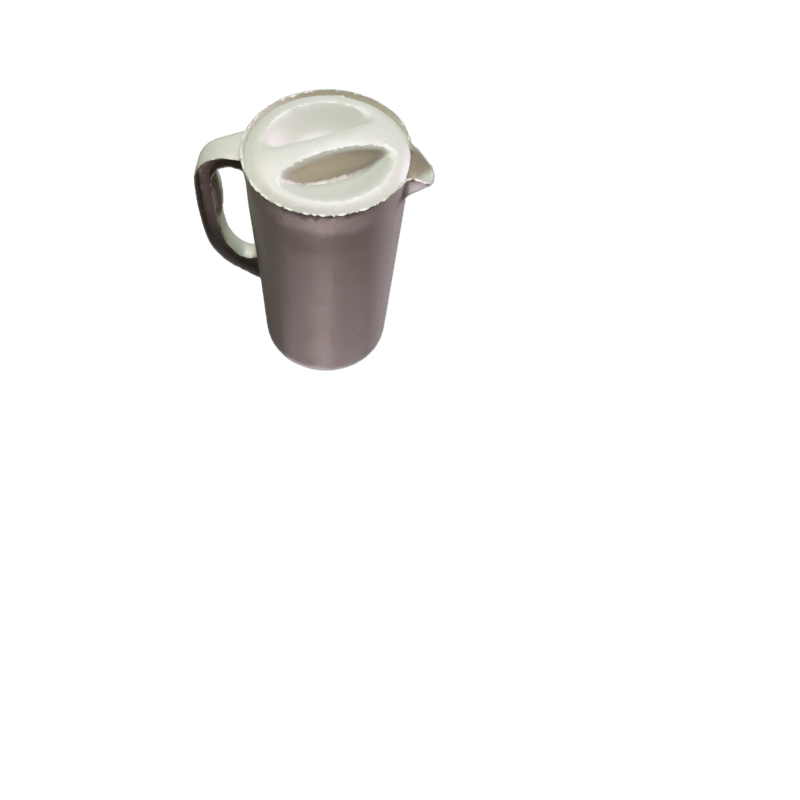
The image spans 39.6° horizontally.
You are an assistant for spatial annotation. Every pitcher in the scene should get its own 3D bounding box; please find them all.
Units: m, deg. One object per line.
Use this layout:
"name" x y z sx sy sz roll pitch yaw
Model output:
"pitcher" -0.073 -0.133 0.931 0.145 0.159 0.227 -33 -27 -23
